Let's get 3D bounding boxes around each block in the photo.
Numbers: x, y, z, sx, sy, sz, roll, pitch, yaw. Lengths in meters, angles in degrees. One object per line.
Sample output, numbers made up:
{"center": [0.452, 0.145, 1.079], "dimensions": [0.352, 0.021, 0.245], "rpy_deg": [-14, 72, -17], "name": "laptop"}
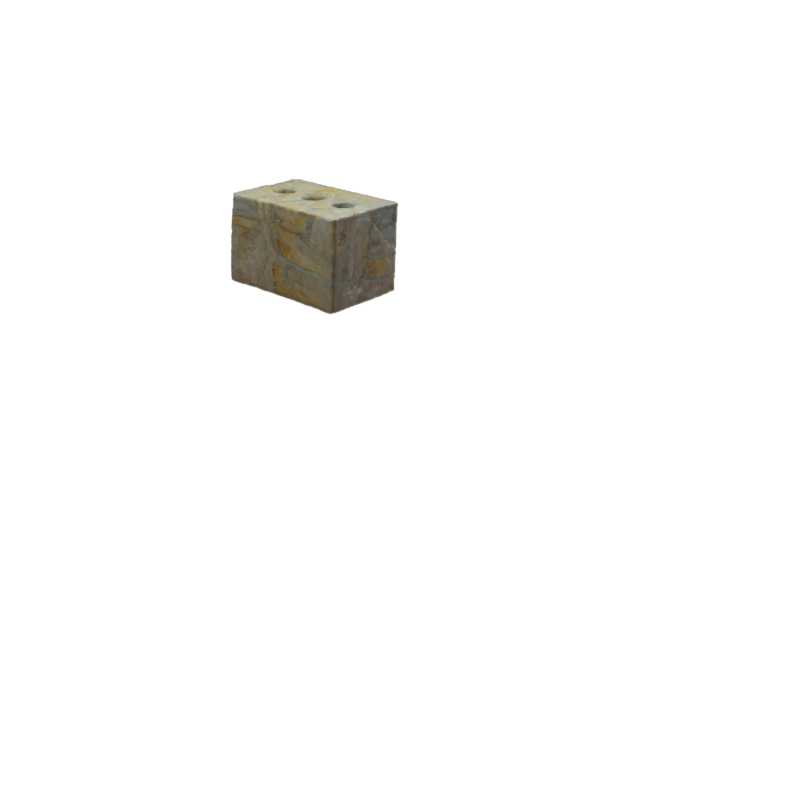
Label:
{"center": [-0.047, -0.085, 0.598], "dimensions": [0.083, 0.049, 0.052], "rpy_deg": [19, 28, 38], "name": "block"}
